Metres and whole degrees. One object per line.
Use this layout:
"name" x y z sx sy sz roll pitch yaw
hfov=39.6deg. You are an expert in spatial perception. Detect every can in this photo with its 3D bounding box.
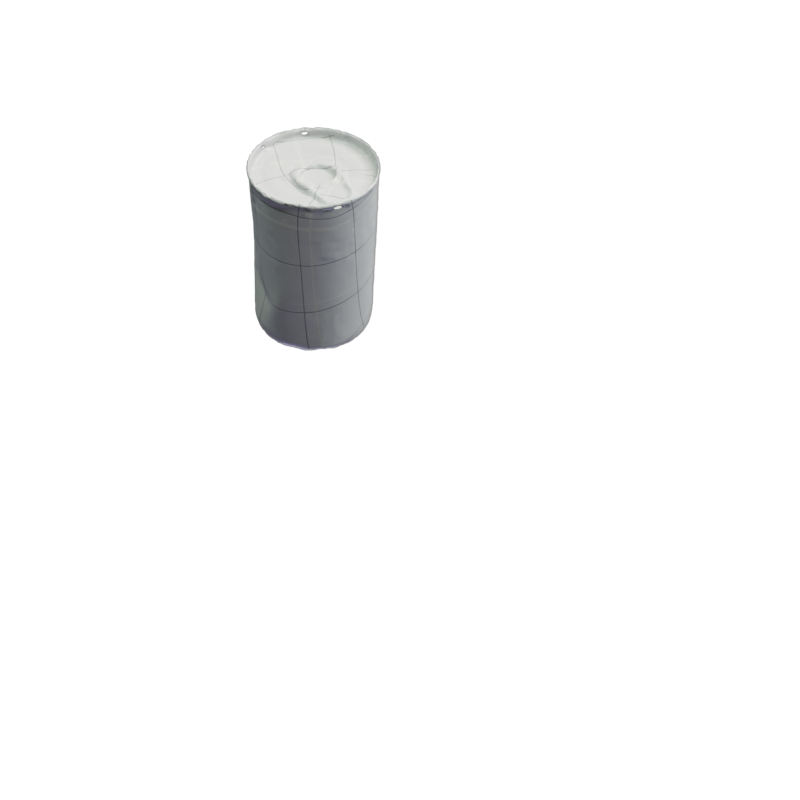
"can" -0.046 -0.084 0.591 0.068 0.095 0.074 0 44 -3
